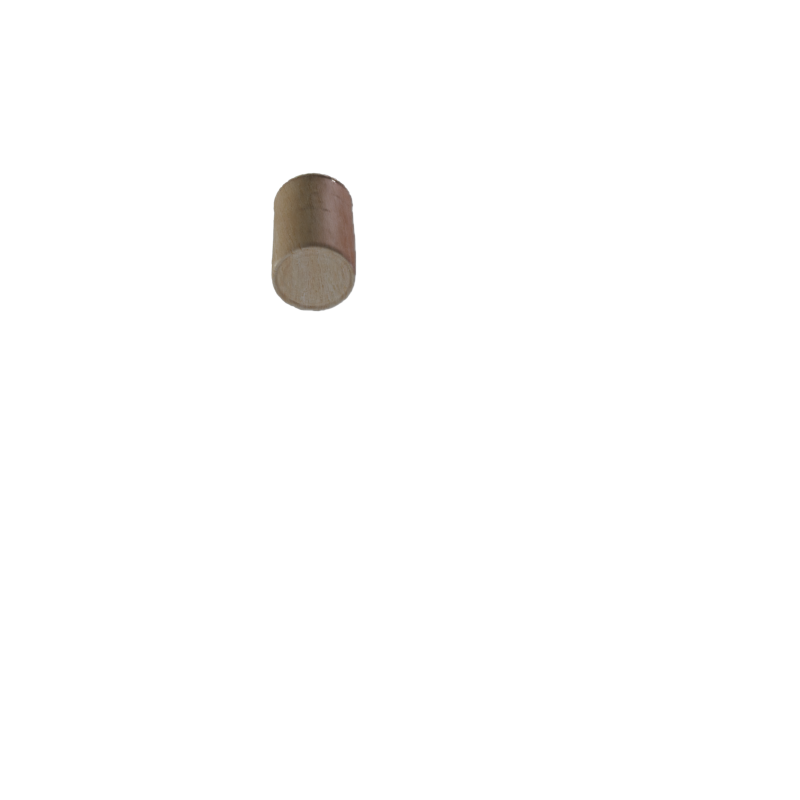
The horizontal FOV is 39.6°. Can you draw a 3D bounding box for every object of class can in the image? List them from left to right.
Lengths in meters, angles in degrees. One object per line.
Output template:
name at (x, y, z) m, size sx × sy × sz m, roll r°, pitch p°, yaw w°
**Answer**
can at (-0.071, -0.129, 0.906) m, size 0.068 × 0.064 × 0.110 m, roll -1°, pitch 41°, yaw -3°
